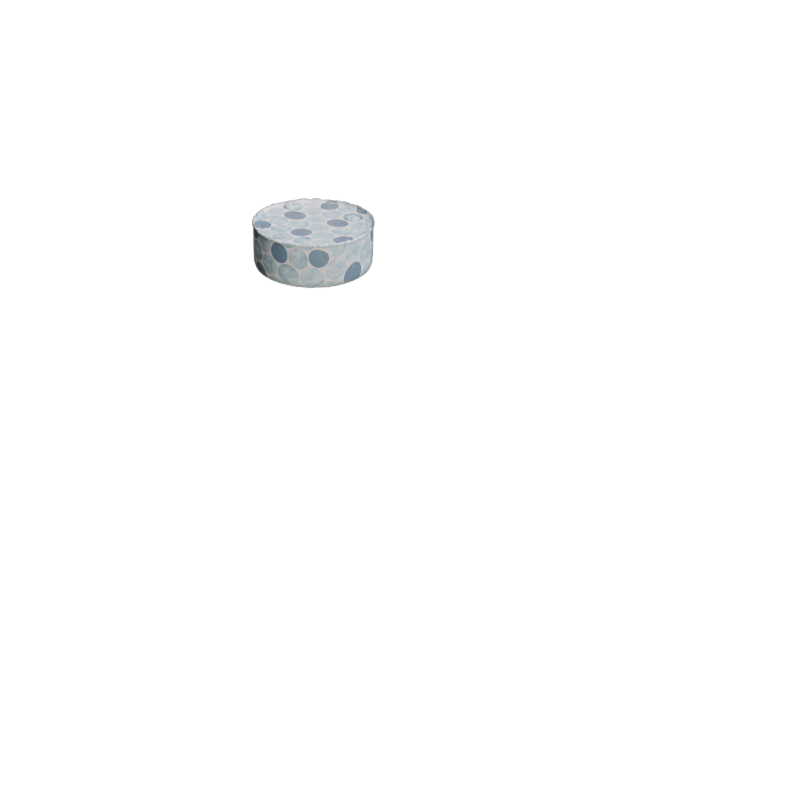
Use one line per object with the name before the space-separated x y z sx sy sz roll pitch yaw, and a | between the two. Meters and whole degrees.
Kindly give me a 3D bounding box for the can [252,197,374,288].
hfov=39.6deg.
can | -0.061 -0.111 0.781 0.086 0.032 0.091 -1 29 -2
